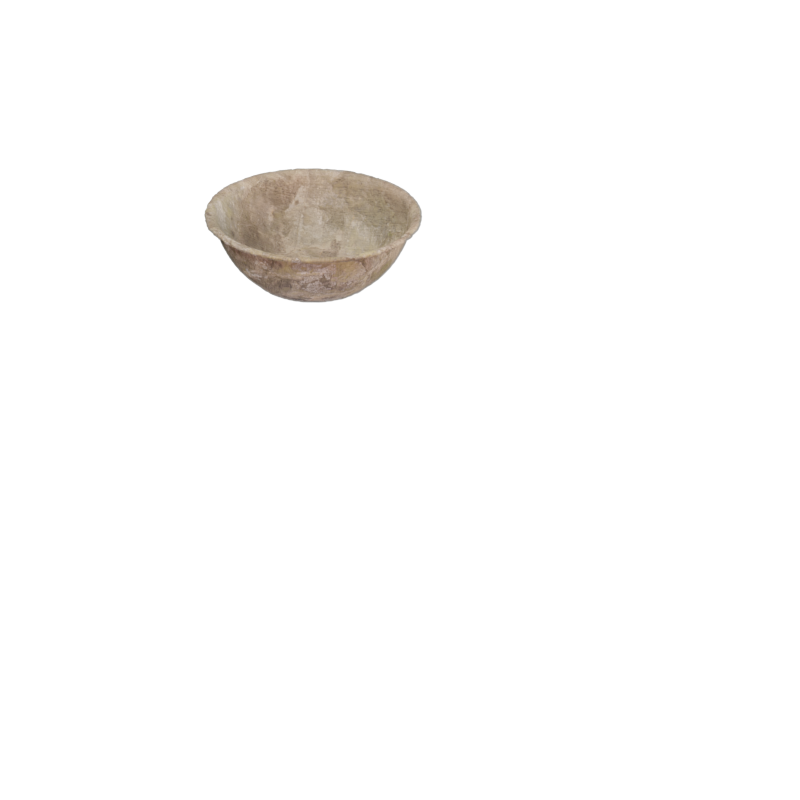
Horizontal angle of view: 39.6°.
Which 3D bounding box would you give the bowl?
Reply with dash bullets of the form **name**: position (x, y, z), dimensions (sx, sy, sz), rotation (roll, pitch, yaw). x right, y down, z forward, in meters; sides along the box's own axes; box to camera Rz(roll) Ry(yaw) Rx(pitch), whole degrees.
- **bowl**: position (-0.065, -0.119, 0.834), dimensions (0.162, 0.052, 0.172), rotation (-1, 32, -2)
